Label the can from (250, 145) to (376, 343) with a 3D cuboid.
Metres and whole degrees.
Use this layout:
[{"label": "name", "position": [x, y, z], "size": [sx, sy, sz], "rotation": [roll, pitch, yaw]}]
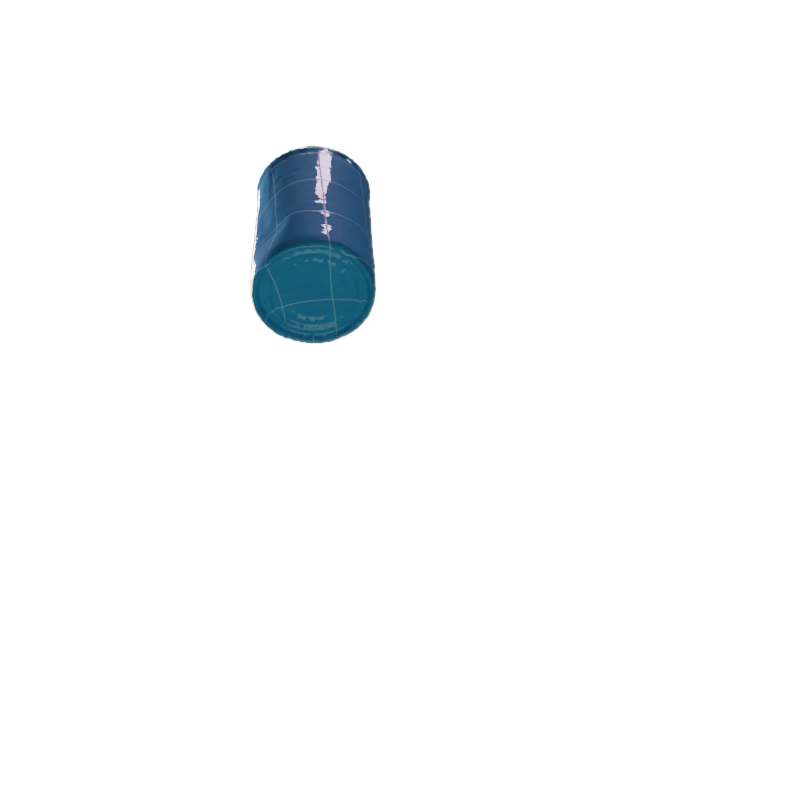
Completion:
[{"label": "can", "position": [-0.049, -0.089, 0.622], "size": [0.068, 0.064, 0.109], "rotation": [-1, 38, -3]}]
